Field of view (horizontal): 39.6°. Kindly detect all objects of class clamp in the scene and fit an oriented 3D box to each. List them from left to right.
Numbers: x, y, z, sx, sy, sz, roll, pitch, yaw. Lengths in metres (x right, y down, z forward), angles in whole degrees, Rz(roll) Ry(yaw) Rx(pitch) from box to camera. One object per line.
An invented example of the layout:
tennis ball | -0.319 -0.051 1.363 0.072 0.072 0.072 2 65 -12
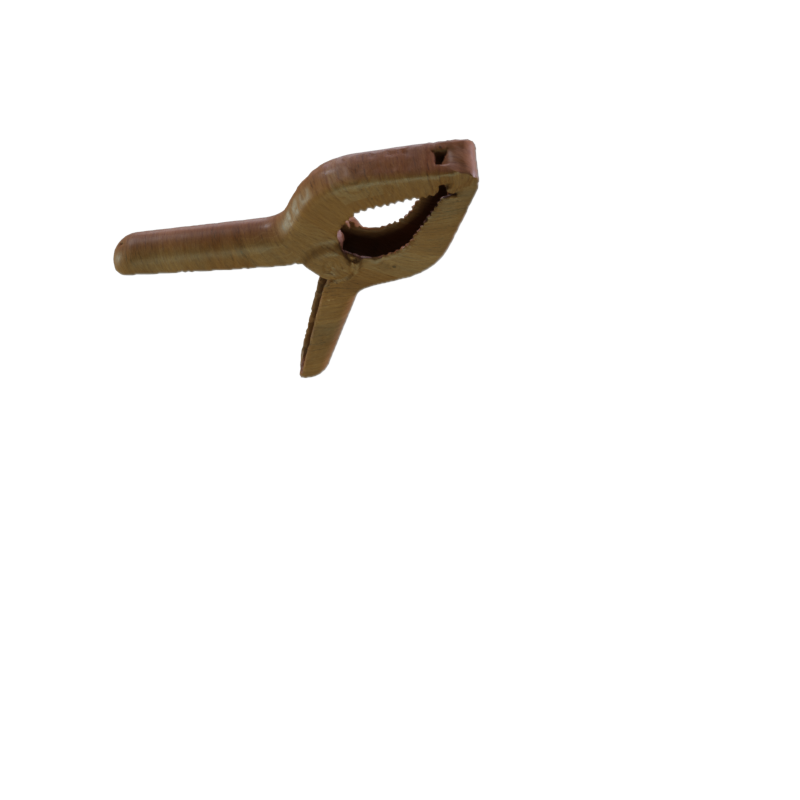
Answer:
clamp | -0.049 -0.089 0.624 0.155 0.039 0.208 26 -42 -33
